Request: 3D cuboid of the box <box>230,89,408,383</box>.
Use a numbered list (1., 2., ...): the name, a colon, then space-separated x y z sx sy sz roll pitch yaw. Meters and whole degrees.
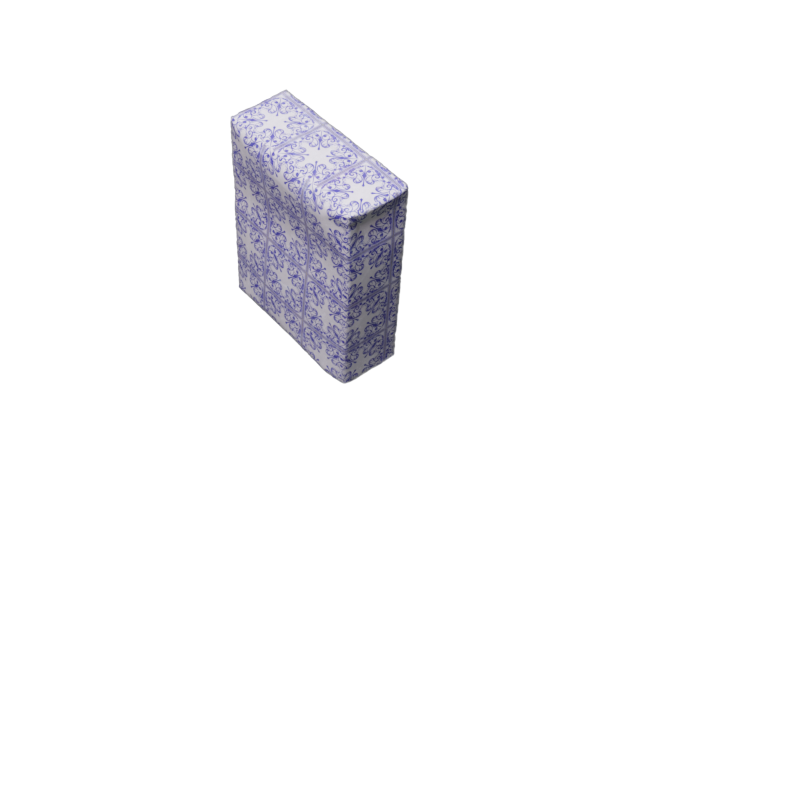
1. box: -0.077 -0.140 0.983 0.072 0.199 0.176 -30 56 -26
